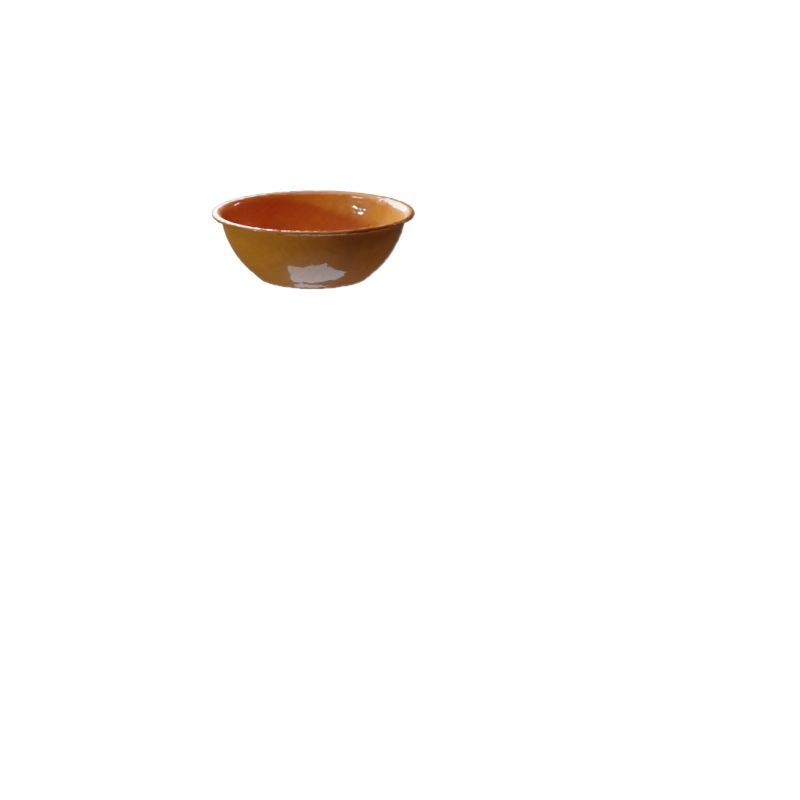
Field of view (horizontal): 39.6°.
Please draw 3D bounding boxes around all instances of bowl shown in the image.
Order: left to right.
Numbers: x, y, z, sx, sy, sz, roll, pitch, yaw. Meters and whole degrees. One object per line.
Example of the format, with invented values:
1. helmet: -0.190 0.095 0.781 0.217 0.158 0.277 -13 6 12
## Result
1. bowl: -0.070 -0.127 0.890 0.162 0.053 0.169 -1 20 -2
